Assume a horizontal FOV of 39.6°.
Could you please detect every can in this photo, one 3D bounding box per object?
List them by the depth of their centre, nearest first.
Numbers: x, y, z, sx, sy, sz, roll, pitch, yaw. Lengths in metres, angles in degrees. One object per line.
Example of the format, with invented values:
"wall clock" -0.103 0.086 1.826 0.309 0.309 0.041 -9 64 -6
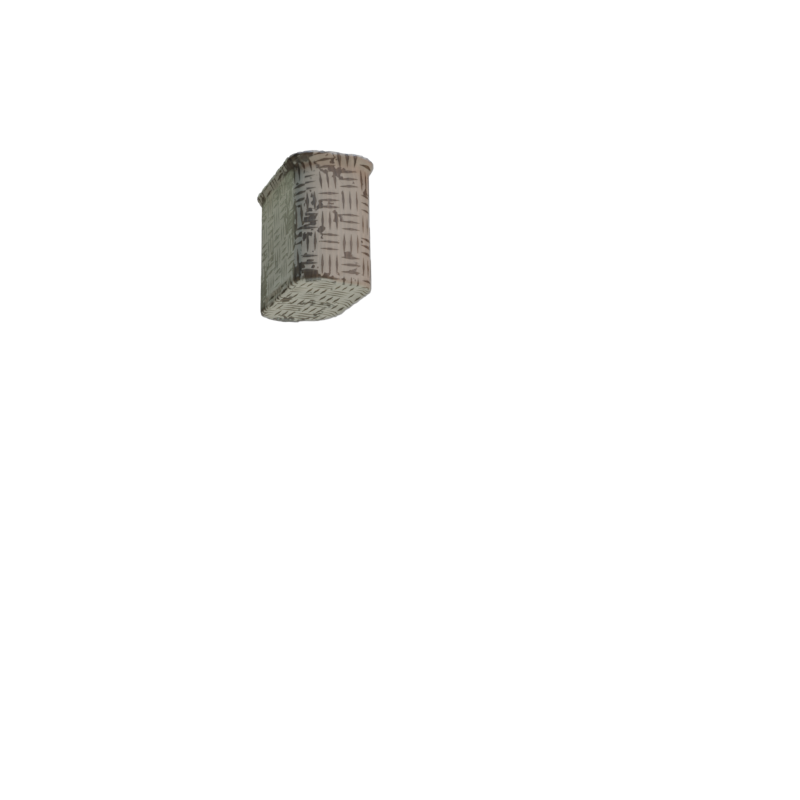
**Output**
"can" -0.056 -0.102 0.711 0.056 0.087 0.101 6 -16 -21
